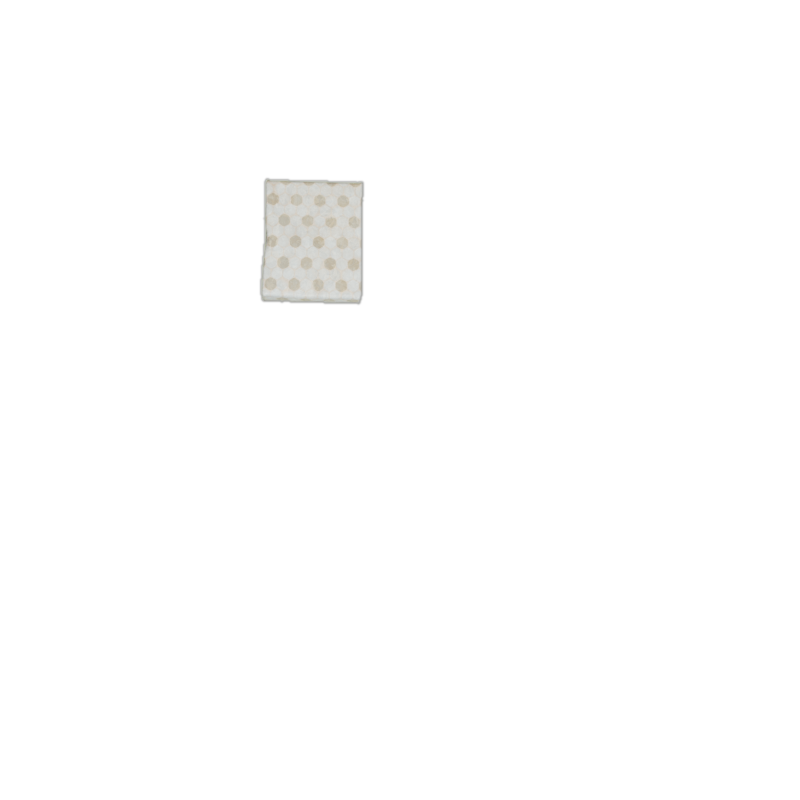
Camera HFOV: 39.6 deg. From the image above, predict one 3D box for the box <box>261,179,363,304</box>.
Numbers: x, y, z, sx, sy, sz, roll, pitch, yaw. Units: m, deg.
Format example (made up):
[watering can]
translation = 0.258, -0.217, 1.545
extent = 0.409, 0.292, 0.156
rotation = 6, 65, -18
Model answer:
[box]
translation = -0.064, -0.117, 0.817
extent = 0.073, 0.092, 0.029
rotation = 1, -11, 0
